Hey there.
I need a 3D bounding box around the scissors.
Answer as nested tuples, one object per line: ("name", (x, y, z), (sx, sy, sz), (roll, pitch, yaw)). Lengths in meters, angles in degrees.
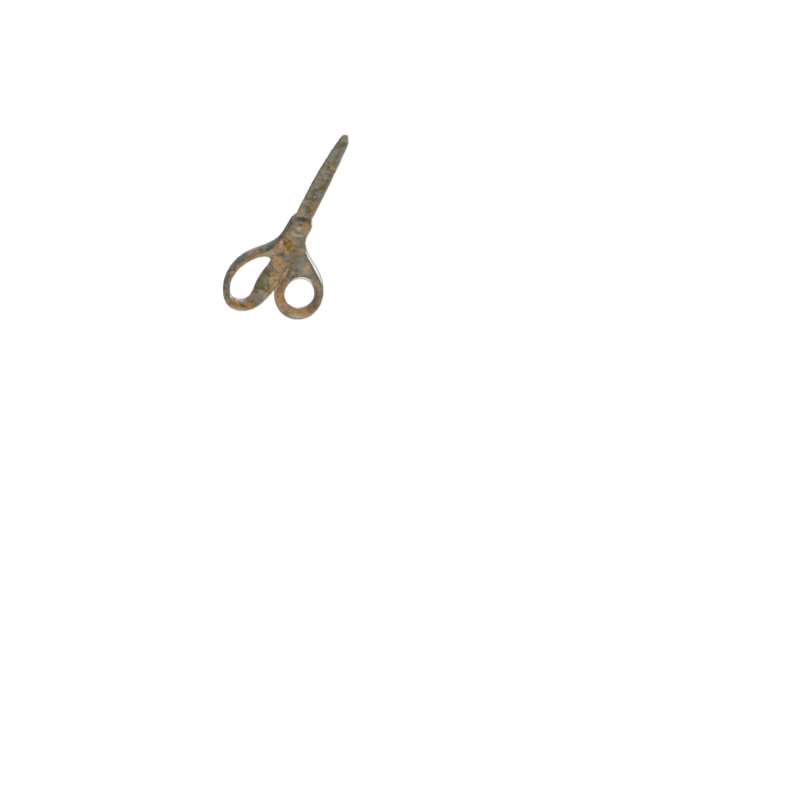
("scissors", (-0.073, -0.134, 0.939), (0.091, 0.017, 0.198), (32, -55, -26))
